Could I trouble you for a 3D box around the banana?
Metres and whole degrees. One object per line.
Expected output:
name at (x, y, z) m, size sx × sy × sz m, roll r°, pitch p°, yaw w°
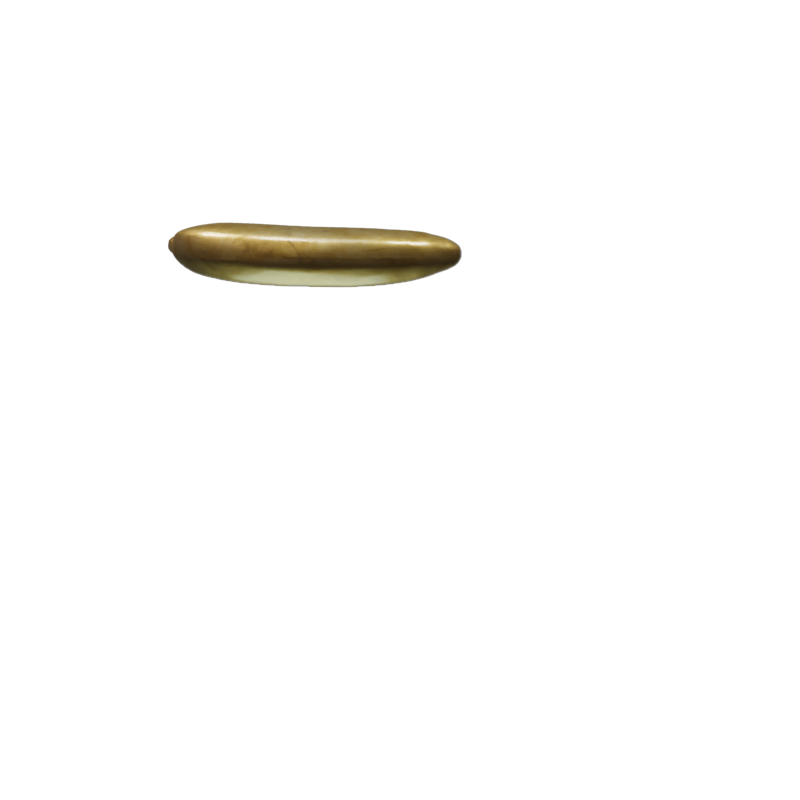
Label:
banana at (-0.062, -0.095, 0.700) m, size 0.201 × 0.035 × 0.072 m, roll 5°, pitch 23°, yaw 11°
